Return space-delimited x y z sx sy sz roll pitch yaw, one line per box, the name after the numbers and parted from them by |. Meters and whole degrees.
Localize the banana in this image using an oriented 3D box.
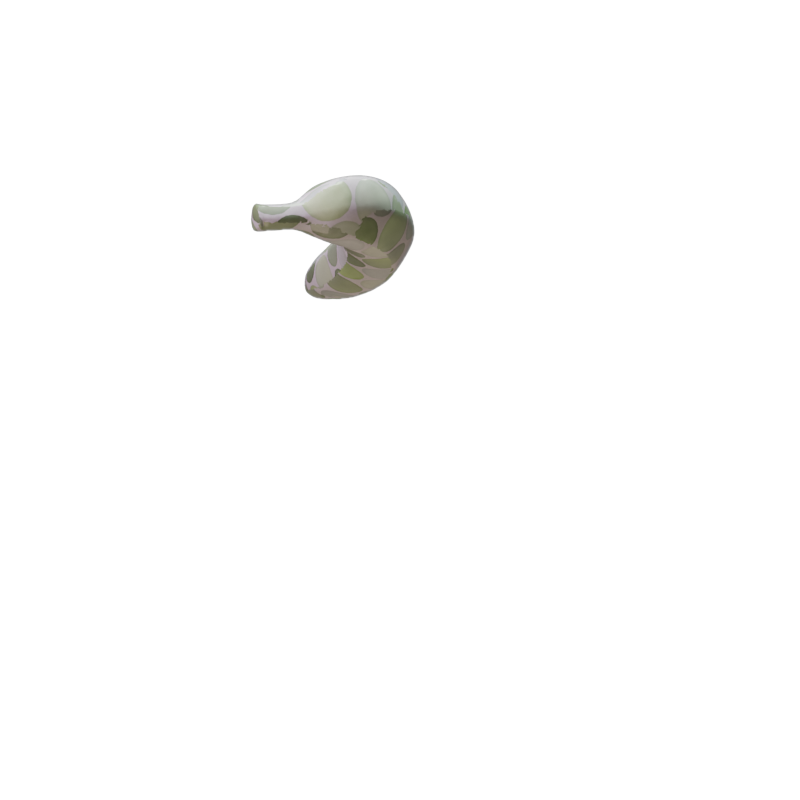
-0.027 -0.083 0.573 0.070 0.038 0.192 -1 -6 4 | banana
